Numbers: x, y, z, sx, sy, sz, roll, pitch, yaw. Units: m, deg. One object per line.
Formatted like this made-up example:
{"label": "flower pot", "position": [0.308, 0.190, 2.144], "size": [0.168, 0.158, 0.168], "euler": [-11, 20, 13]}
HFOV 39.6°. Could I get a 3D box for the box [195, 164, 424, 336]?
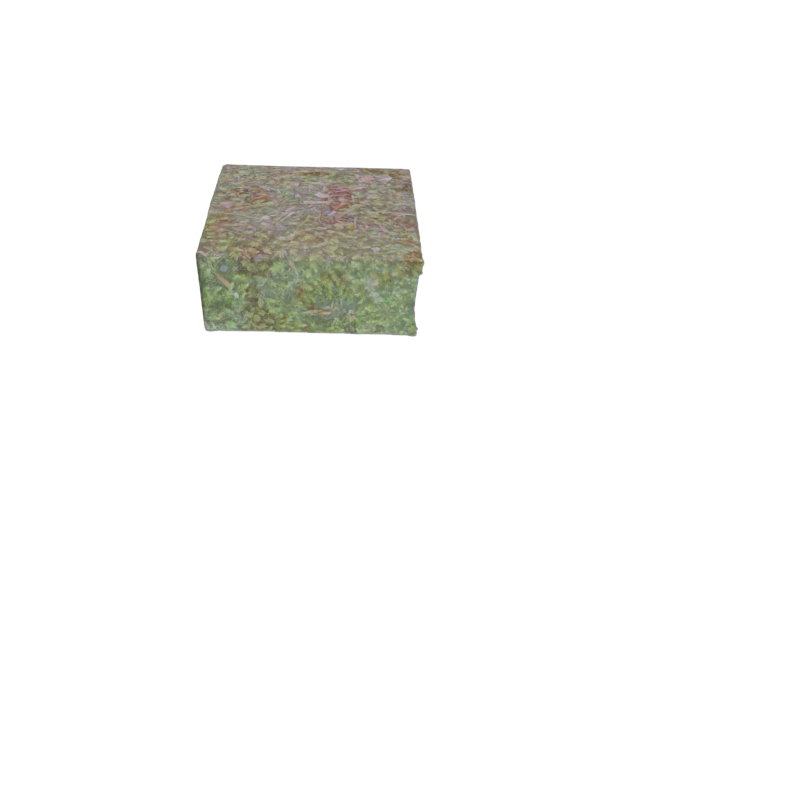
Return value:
{"label": "box", "position": [-0.038, -0.069, 0.484], "size": [0.090, 0.037, 0.120], "euler": [0, 31, -1]}
